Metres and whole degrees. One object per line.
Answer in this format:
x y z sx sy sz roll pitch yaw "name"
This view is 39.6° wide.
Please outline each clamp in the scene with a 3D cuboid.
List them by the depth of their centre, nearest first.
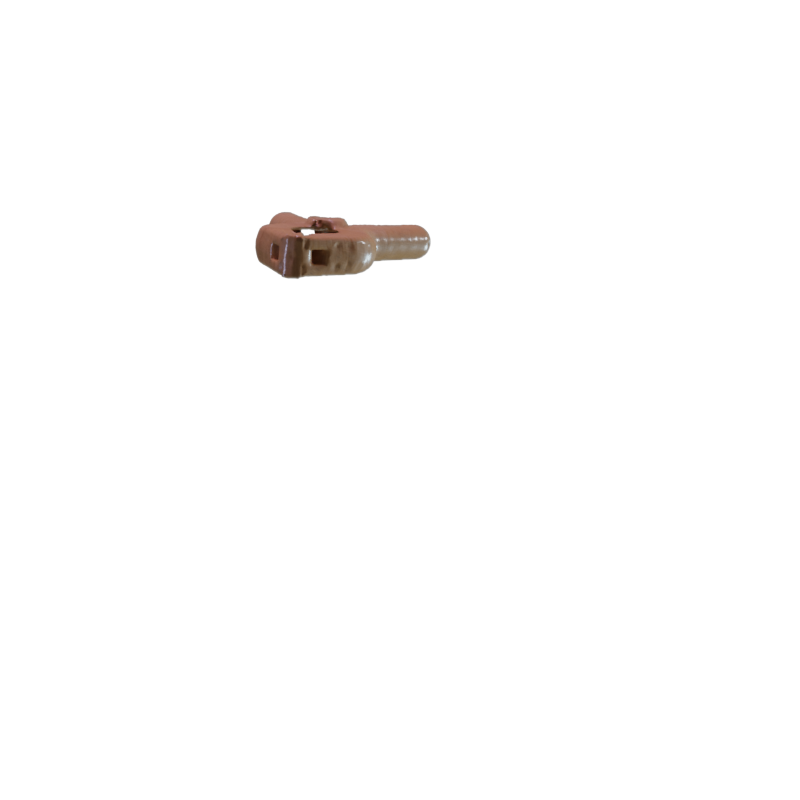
-0.059 -0.108 0.758 0.124 0.039 0.169 4 10 21 "clamp"
